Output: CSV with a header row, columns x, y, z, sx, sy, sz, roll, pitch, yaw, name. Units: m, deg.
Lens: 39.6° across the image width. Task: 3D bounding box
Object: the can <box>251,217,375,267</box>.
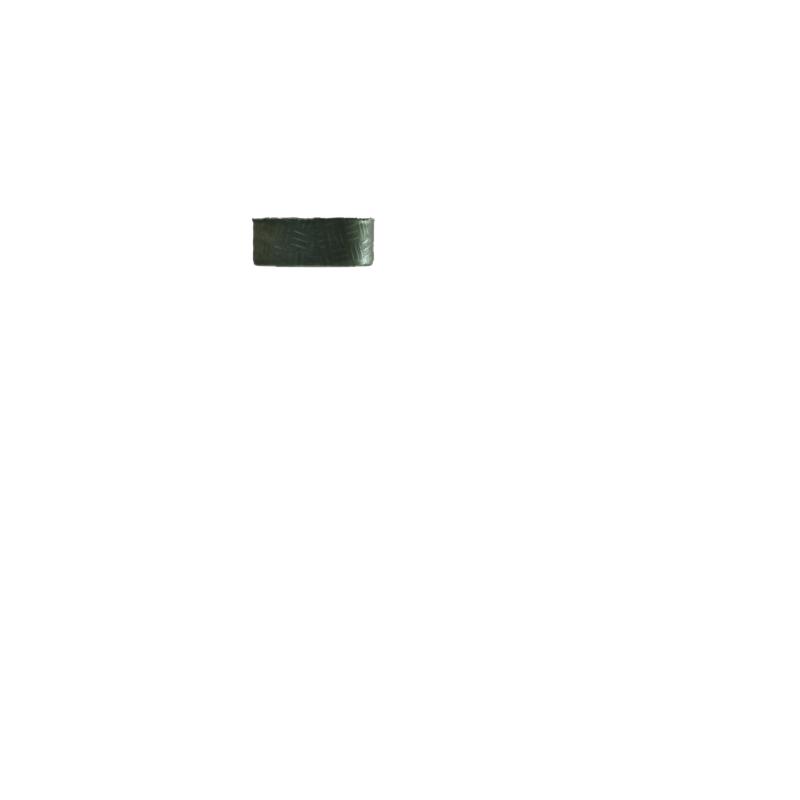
x,y,z,sx,sy,sz,roll,pitch,yaw,name
-0.060,-0.110,0.772,0.086,0.033,0.087,0,8,-2,can
